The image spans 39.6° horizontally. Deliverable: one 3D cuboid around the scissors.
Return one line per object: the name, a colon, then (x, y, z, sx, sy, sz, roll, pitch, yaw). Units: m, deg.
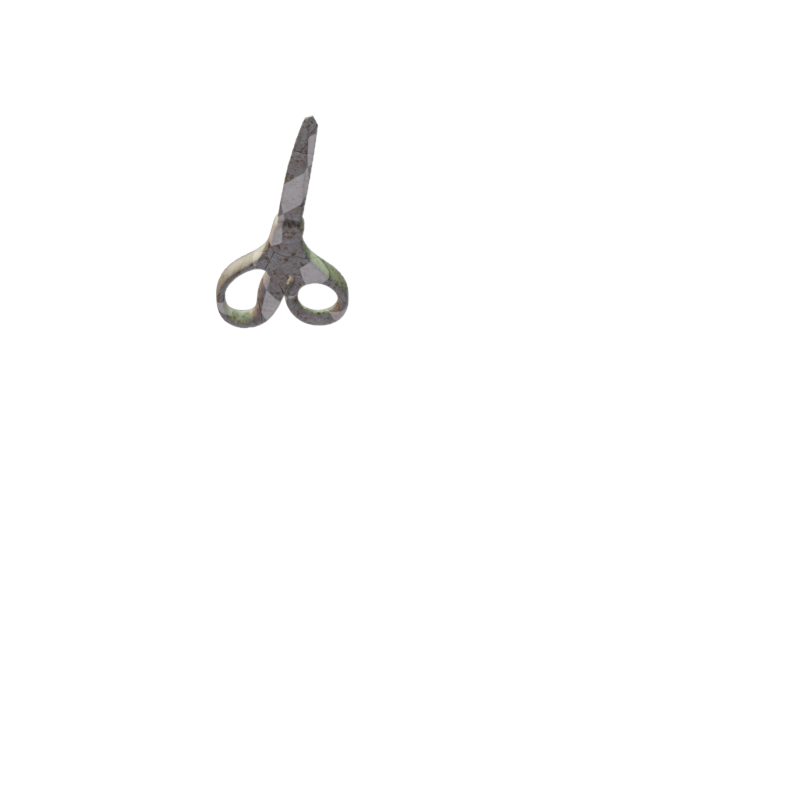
scissors: (-0.054, -0.098, 0.686, 0.093, 0.017, 0.196, 15, -35, -23)
